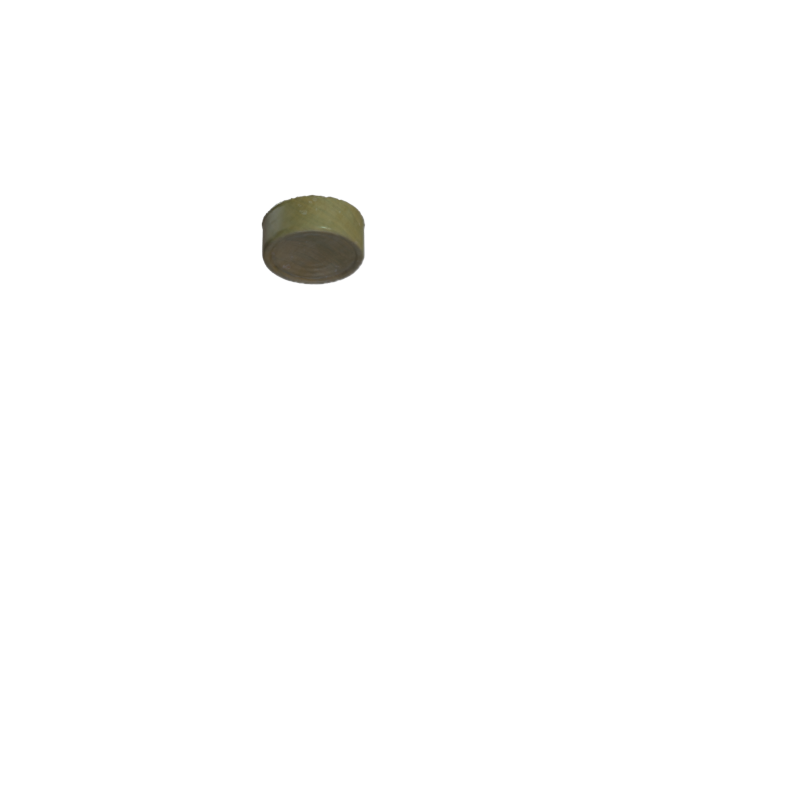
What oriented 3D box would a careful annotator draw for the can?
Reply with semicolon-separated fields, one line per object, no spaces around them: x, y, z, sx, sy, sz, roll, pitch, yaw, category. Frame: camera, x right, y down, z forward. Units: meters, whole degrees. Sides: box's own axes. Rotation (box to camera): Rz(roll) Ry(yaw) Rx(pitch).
-0.071;-0.130;0.913;0.086;0.036;0.081;1;-29;-2;can
